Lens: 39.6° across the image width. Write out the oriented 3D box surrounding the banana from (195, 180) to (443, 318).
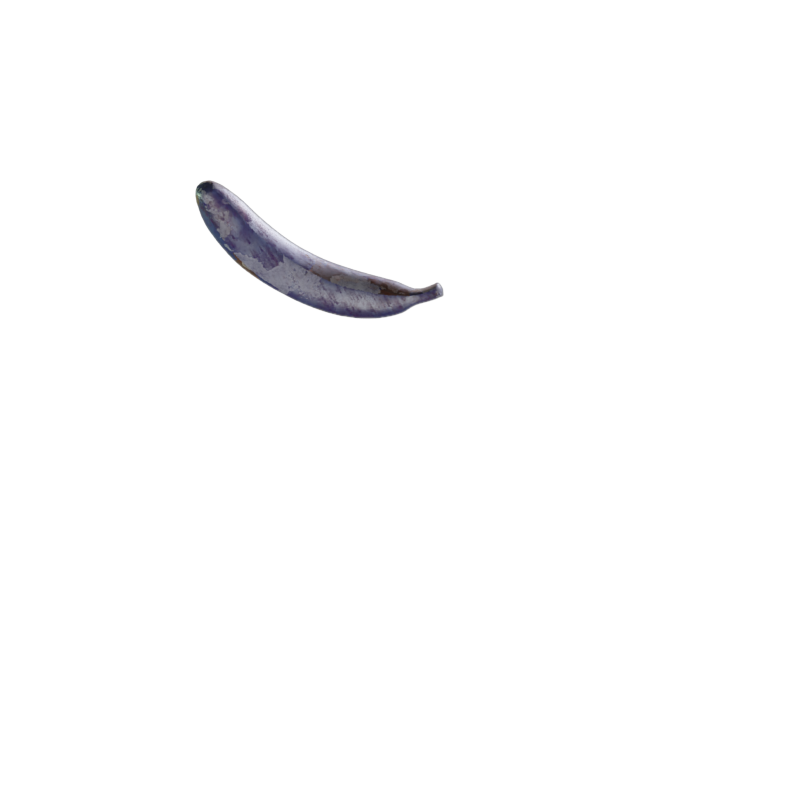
[{"bbox_3d":[-0.069,-0.102,0.811,0.191,0.039,0.067,21,-51,-18],"label":"banana"}]
